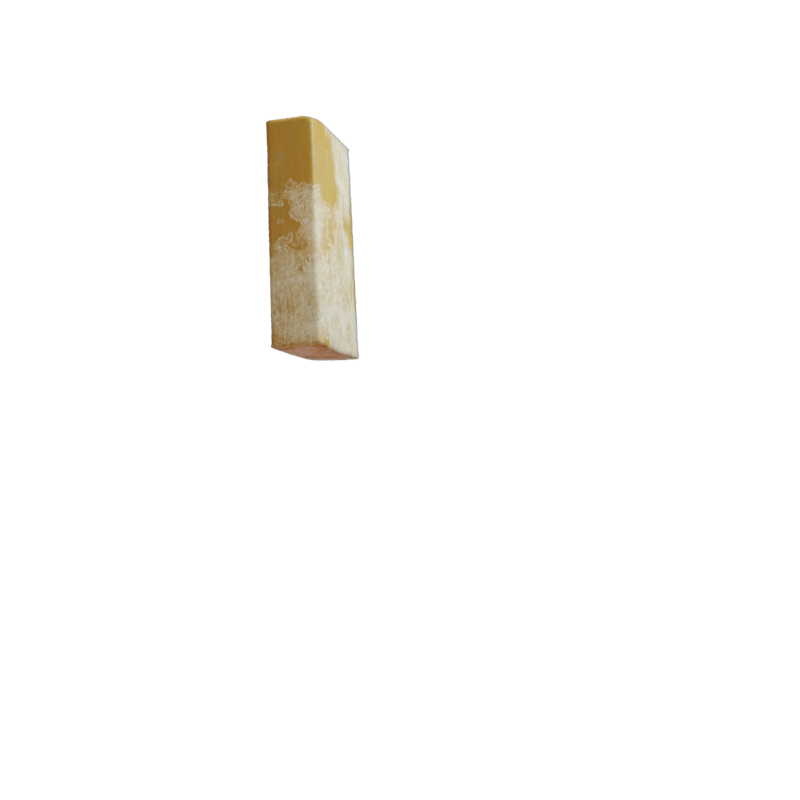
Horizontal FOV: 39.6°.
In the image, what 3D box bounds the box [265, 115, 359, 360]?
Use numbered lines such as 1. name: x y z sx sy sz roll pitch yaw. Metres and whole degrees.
1. box: -0.067 -0.122 0.856 0.049 0.182 0.089 -5 -12 16
